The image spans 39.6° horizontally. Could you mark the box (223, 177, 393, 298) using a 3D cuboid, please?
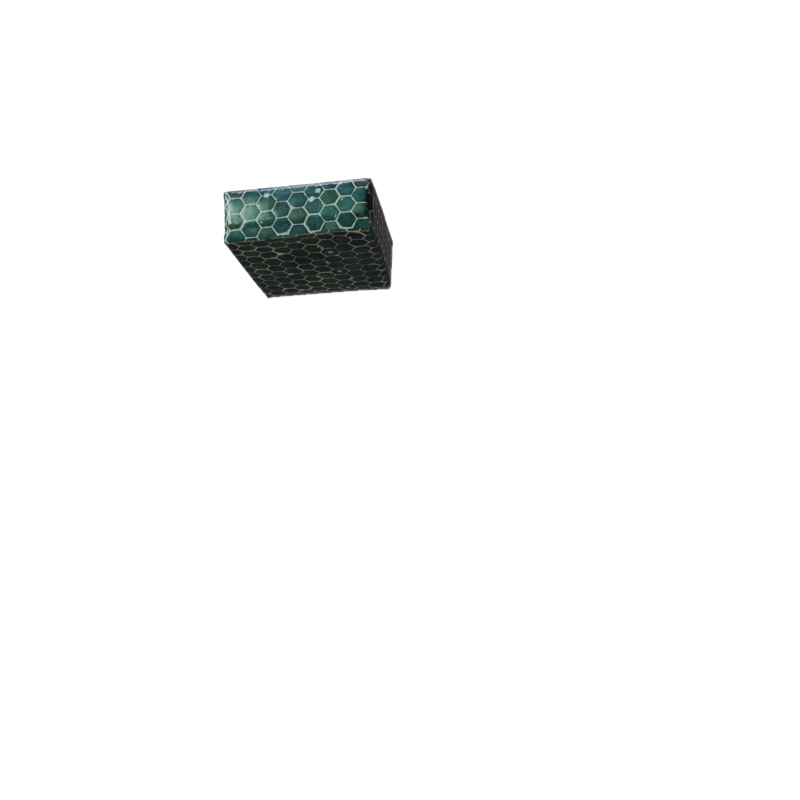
[{"bbox_3d":[-0.054,-0.100,0.697,0.091,0.041,0.107,-3,-16,8],"label":"box"}]
